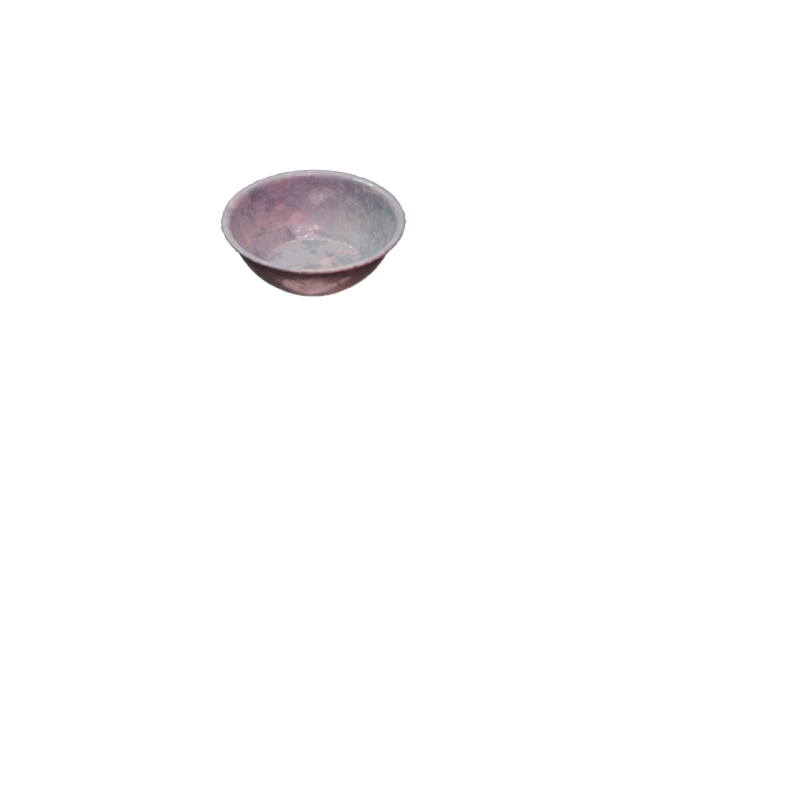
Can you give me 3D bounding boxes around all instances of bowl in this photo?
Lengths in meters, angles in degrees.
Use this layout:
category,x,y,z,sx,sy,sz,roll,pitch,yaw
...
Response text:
category,x,y,z,sx,sy,sz,roll,pitch,yaw
bowl,-0.077,-0.141,0.985,0.162,0.051,0.174,-1,40,-2
